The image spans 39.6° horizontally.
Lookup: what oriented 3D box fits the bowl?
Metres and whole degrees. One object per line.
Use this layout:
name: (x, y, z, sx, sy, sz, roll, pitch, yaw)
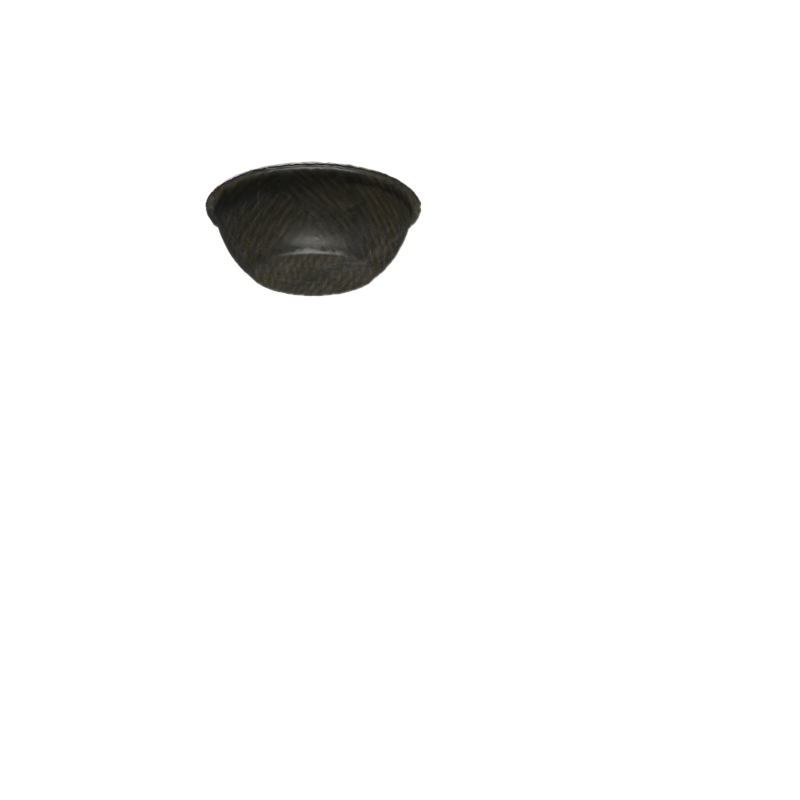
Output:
bowl: (-0.064, -0.118, 0.824, 0.162, 0.057, 0.155, 0, -16, -2)
